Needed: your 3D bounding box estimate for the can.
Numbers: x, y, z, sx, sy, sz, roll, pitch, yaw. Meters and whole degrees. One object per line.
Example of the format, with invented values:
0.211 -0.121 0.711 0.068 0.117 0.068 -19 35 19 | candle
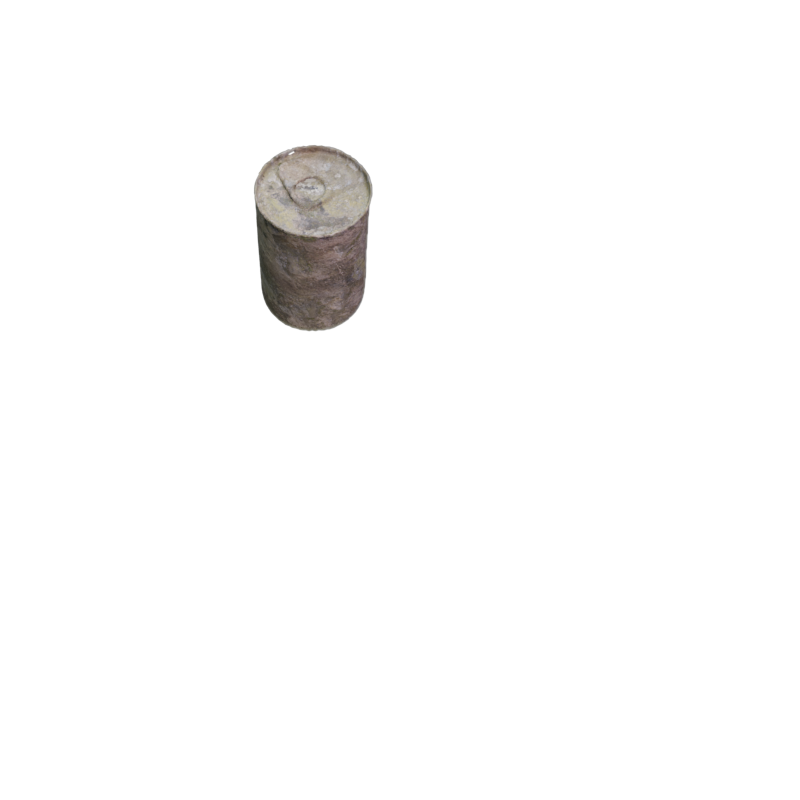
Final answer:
-0.053 -0.096 0.673 0.068 0.073 0.096 0 -32 -3 | can
